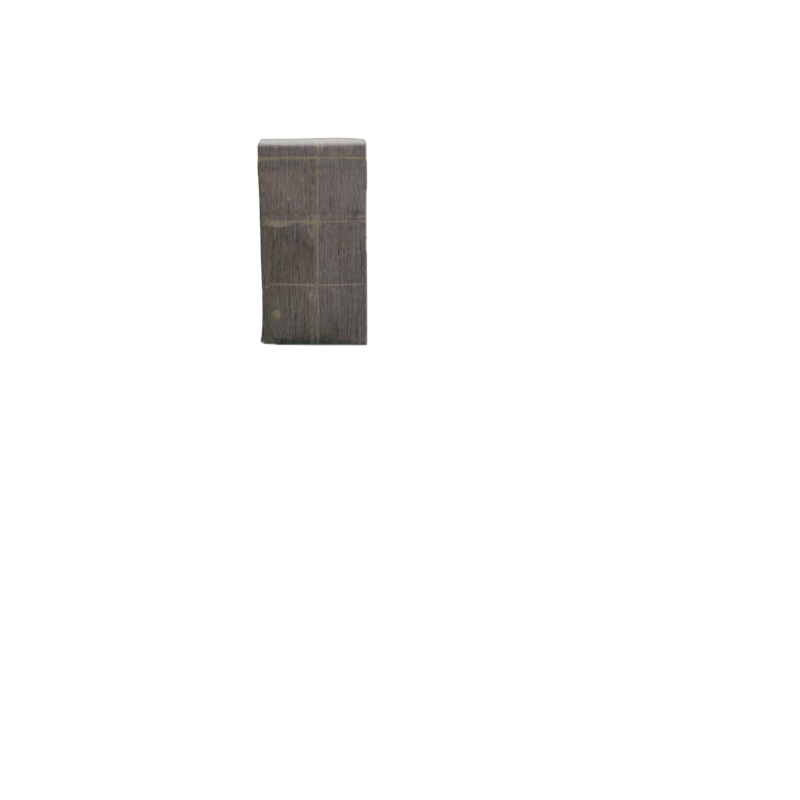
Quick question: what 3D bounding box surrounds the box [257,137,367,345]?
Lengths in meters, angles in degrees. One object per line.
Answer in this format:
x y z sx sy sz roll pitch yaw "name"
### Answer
-0.074 -0.136 0.951 0.093 0.172 0.049 0 10 -1 "box"
